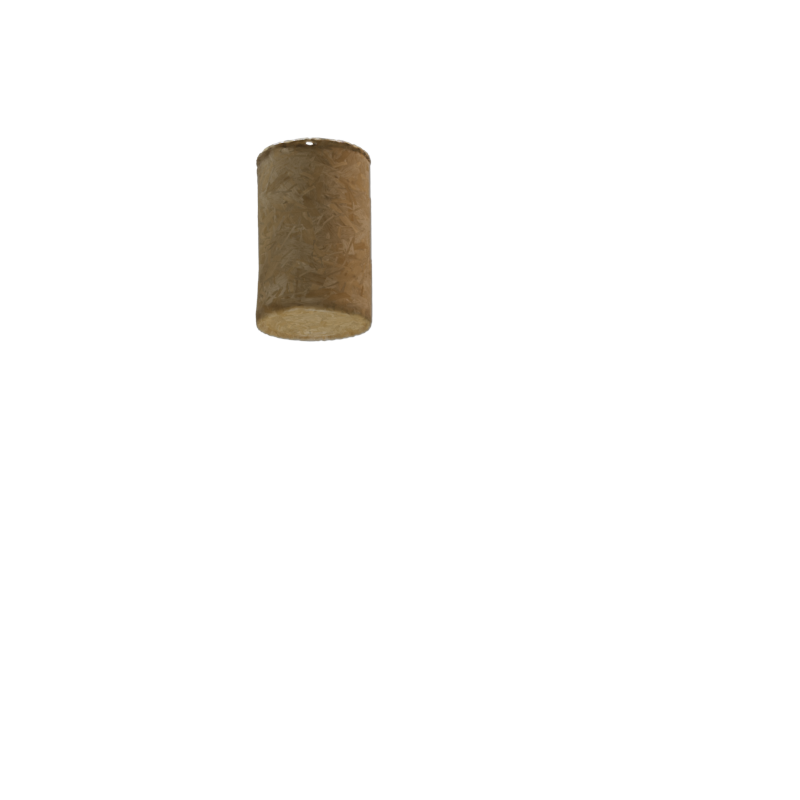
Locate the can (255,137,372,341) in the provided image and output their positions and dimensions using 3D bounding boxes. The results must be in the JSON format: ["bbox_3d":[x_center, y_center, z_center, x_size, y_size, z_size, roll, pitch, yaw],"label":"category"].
[{"bbox_3d":[-0.050,-0.091,0.638,0.068,0.107,0.066,0,-17,-2],"label":"can"}]
